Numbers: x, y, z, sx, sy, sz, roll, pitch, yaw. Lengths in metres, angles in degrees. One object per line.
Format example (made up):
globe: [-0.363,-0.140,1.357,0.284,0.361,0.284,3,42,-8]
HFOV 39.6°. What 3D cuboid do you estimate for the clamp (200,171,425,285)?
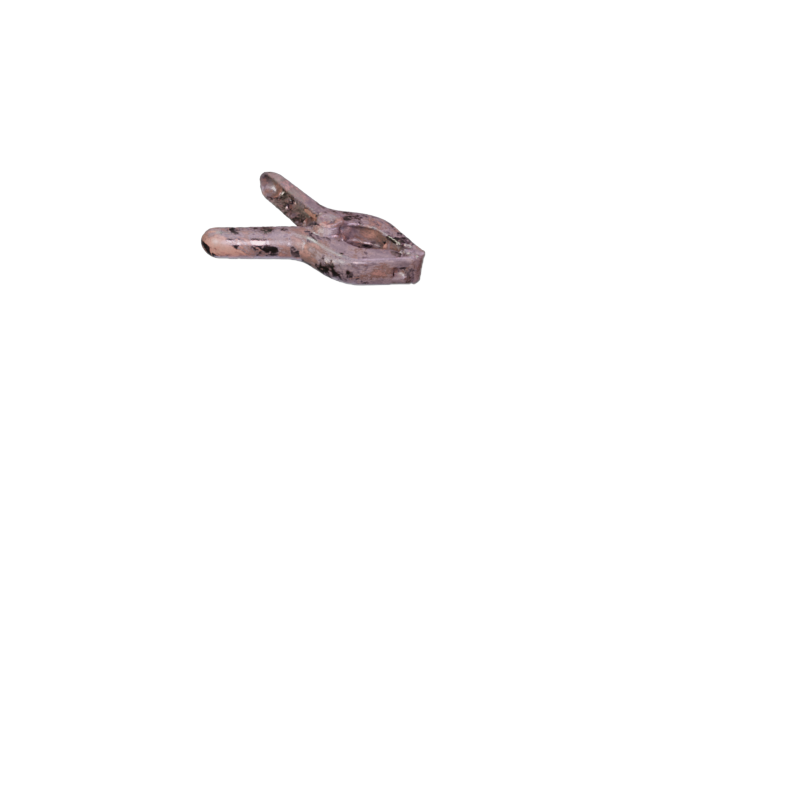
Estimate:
clamp: [-0.069,-0.126,0.880,0.179,0.037,0.123,22,47,22]
